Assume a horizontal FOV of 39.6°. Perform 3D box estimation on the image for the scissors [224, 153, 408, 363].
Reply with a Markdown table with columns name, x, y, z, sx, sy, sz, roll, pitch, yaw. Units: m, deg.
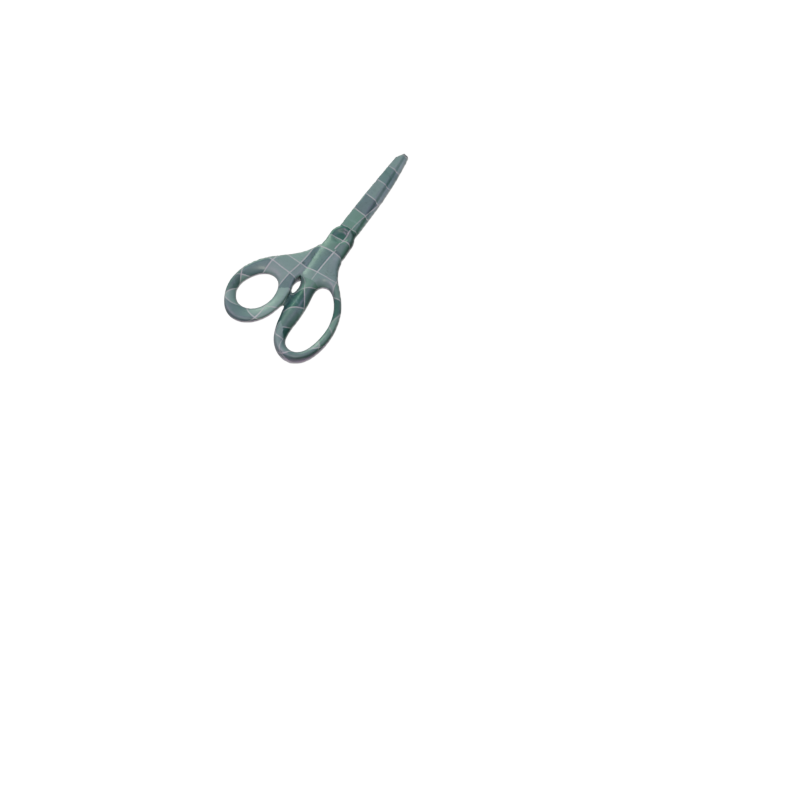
| name | x | y | z | sx | sy | sz | roll | pitch | yaw |
| --- | --- | --- | --- | --- | --- | --- | --- | --- | --- |
| scissors | -0.066 | -0.120 | 0.840 | 0.098 | 0.212 | 0.015 | 13 | -30 | 8 |
